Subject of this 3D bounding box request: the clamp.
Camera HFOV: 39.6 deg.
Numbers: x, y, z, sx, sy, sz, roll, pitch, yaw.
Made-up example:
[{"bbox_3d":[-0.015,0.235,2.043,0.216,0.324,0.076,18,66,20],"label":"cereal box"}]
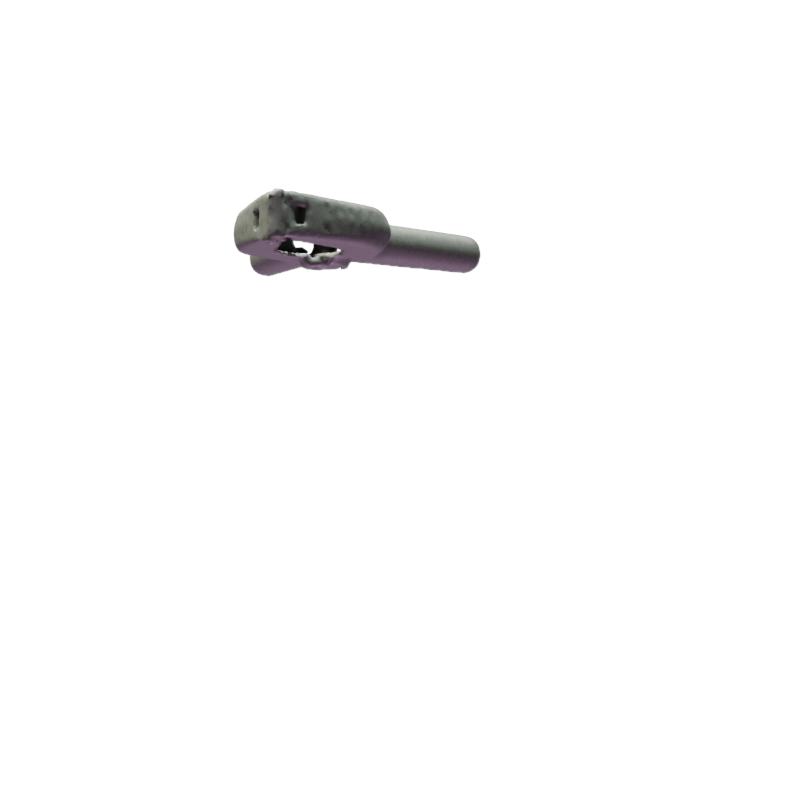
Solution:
[{"bbox_3d":[-0.055,-0.100,0.703,0.169,0.037,0.202,0,0,22],"label":"clamp"}]
